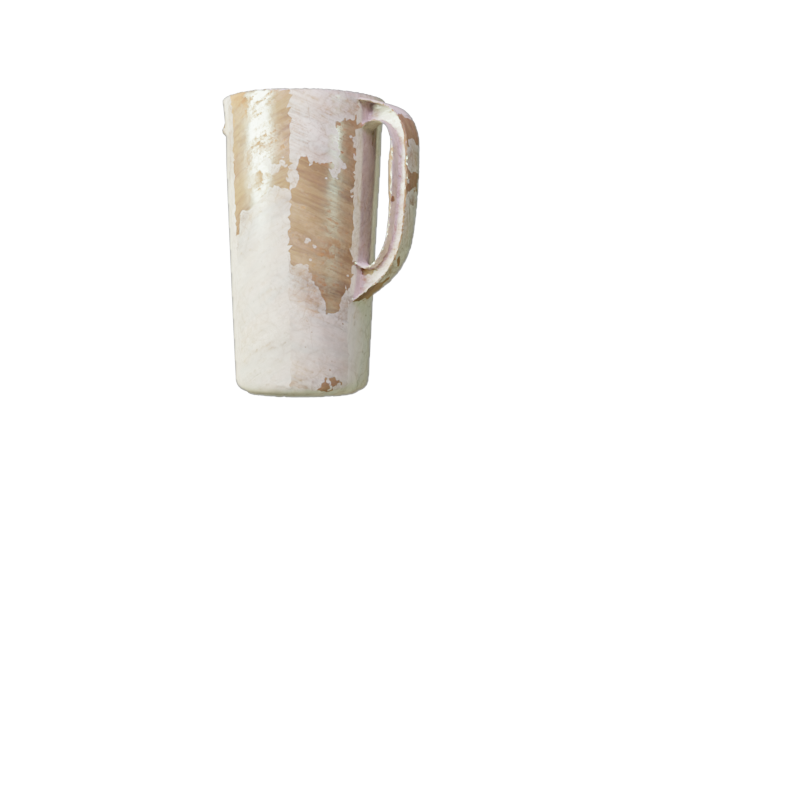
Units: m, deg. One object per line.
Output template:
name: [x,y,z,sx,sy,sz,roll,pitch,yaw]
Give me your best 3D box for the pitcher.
pitcher: [-0.070,-0.127,0.893,0.143,0.244,0.151,0,0,-11]
